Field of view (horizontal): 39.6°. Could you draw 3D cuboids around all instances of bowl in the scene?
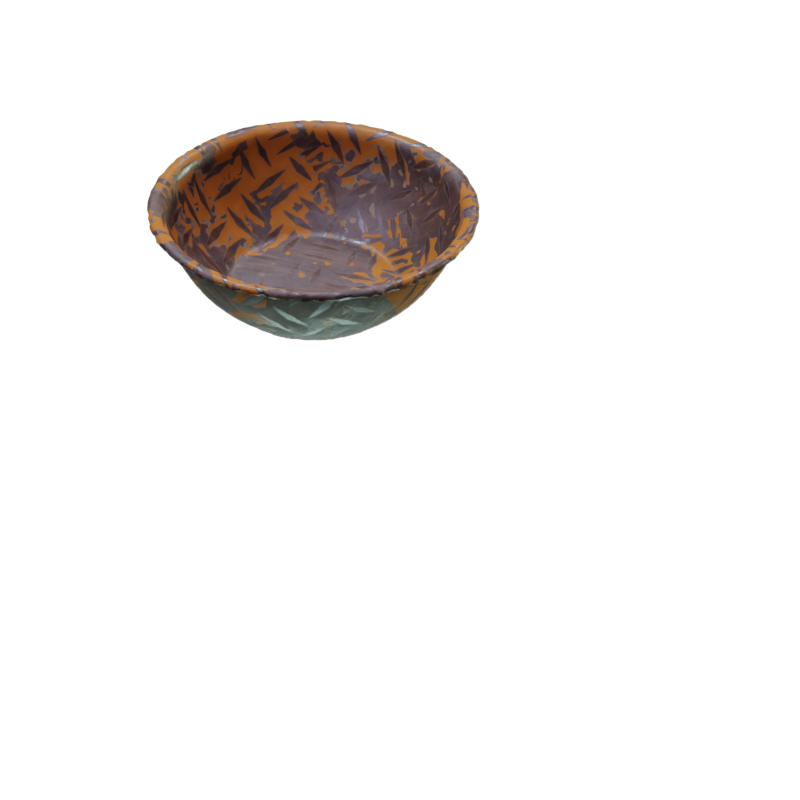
[{"bbox_3d":[-0.044,-0.079,0.557,0.162,0.051,0.174,-1,40,-2],"label":"bowl"}]
